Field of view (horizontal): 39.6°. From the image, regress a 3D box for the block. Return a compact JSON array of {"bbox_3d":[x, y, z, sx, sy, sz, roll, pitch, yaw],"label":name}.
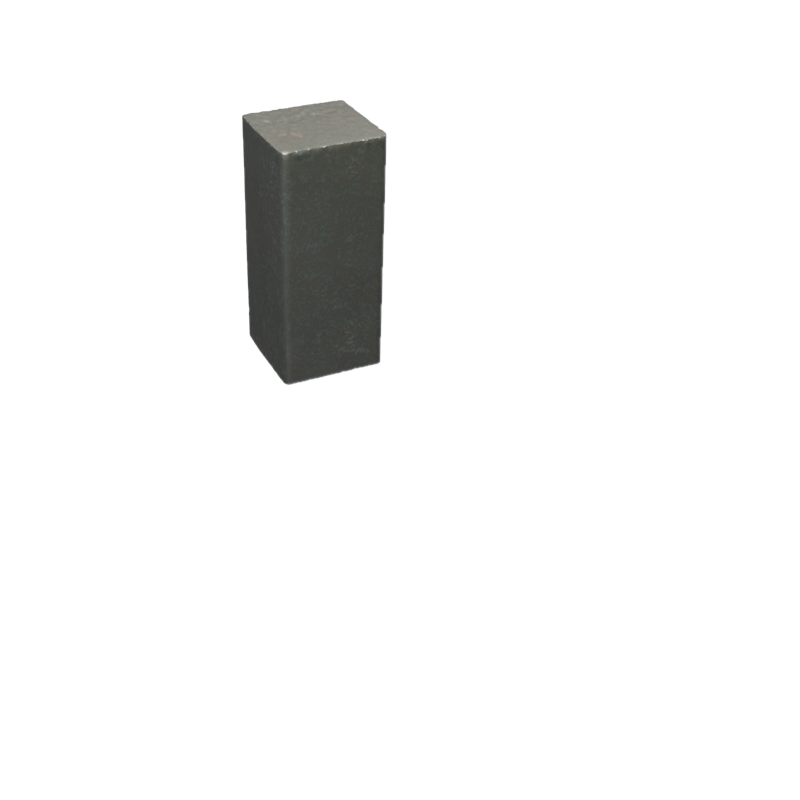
[{"bbox_3d":[-0.071,-0.129,0.907,0.089,0.194,0.097,-11,32,-22],"label":"block"}]
